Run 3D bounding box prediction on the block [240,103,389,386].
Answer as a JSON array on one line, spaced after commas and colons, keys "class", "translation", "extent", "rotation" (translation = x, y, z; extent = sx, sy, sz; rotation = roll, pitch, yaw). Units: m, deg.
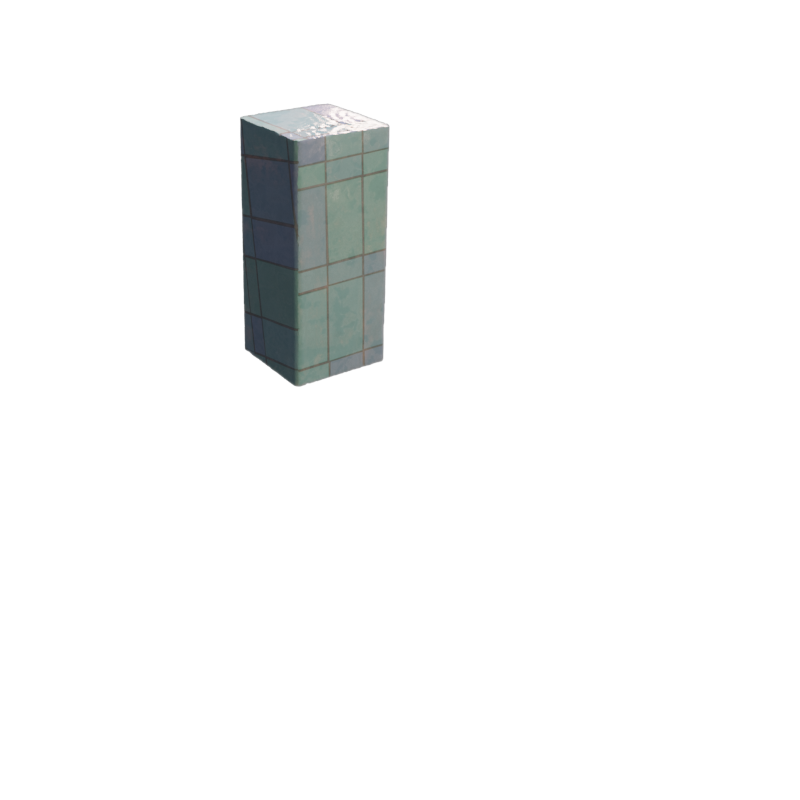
[{"class": "block", "translation": [-0.072, -0.131, 0.916], "extent": [0.089, 0.196, 0.096], "rotation": [-15, 28, -33]}]
